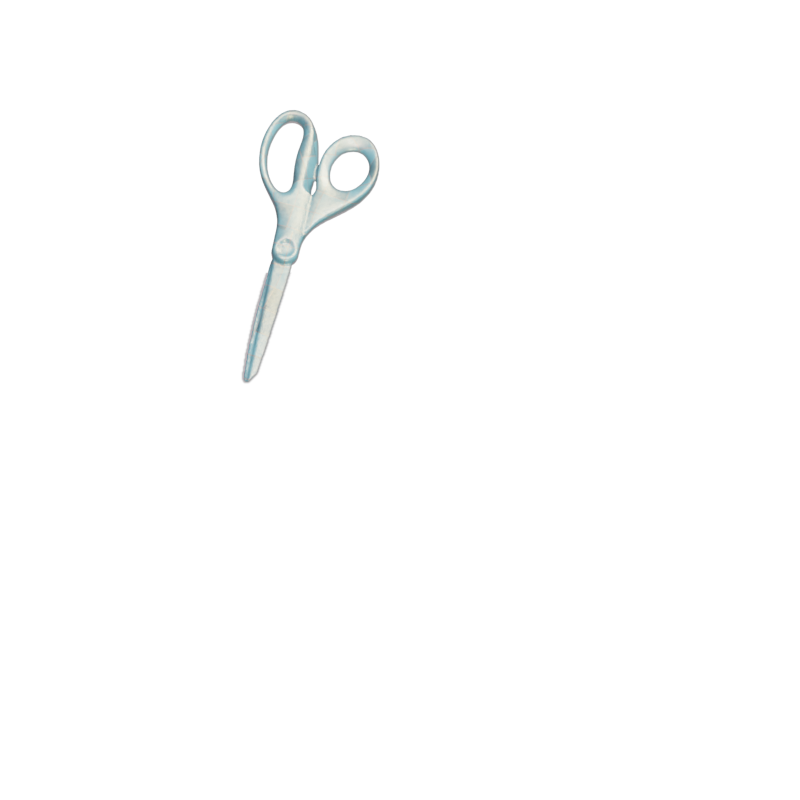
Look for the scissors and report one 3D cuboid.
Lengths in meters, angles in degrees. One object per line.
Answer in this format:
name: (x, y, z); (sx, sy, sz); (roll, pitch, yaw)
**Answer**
scissors: (-0.061, -0.112, 0.782); (0.096, 0.211, 0.015); (-1, -19, -1)
